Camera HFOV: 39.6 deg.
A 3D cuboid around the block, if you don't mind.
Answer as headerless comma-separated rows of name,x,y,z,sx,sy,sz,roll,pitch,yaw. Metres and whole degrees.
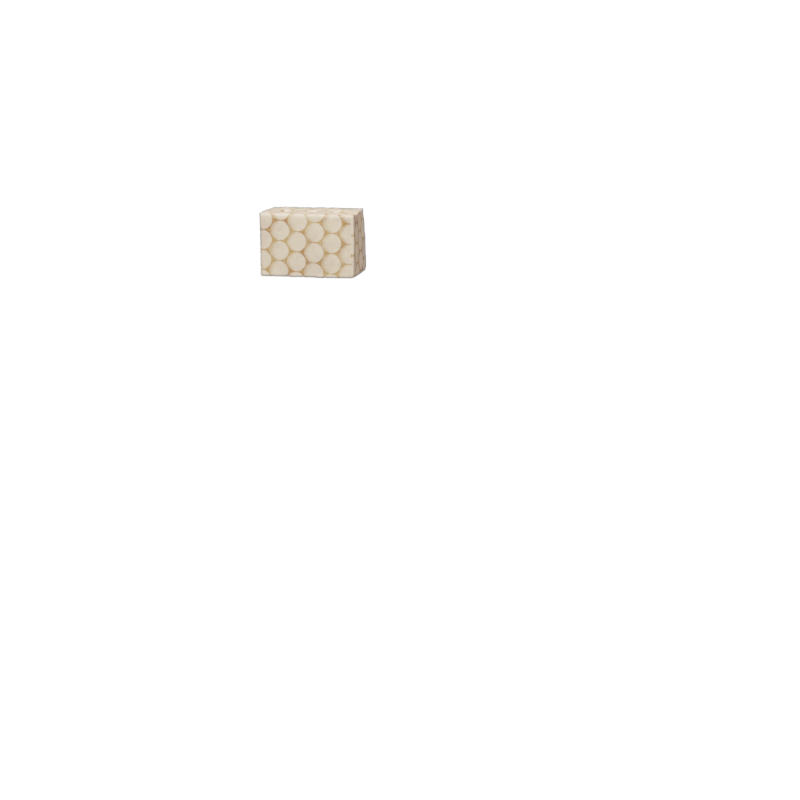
block,-0.070,-0.127,0.890,0.079,0.050,0.053,2,11,10
